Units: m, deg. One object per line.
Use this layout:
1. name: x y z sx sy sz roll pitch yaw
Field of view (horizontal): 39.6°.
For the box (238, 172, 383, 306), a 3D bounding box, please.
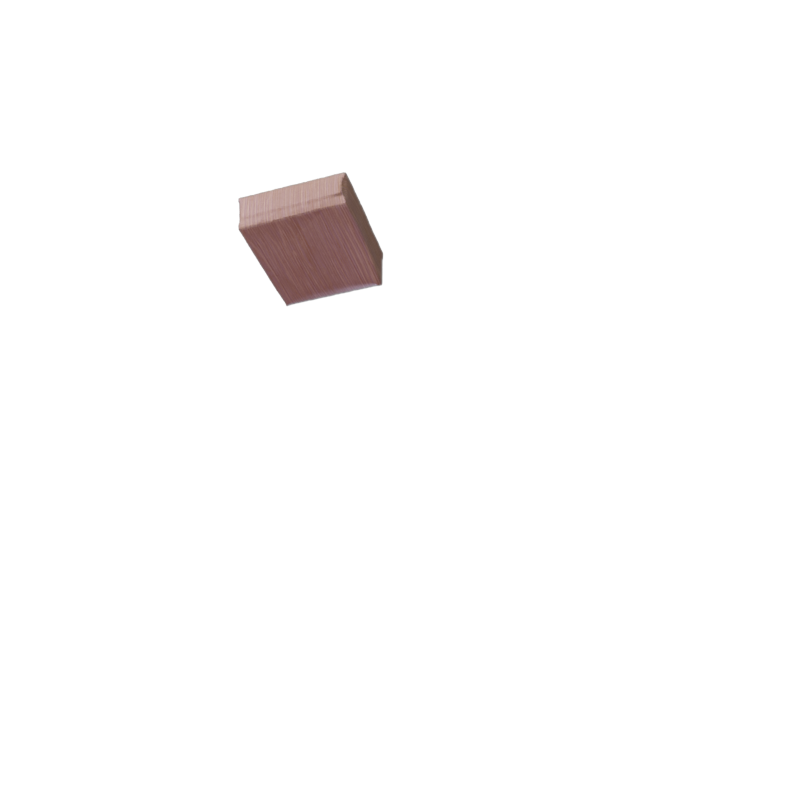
1. box: -0.070 -0.128 0.896 0.091 0.042 0.105 -10 -37 13
